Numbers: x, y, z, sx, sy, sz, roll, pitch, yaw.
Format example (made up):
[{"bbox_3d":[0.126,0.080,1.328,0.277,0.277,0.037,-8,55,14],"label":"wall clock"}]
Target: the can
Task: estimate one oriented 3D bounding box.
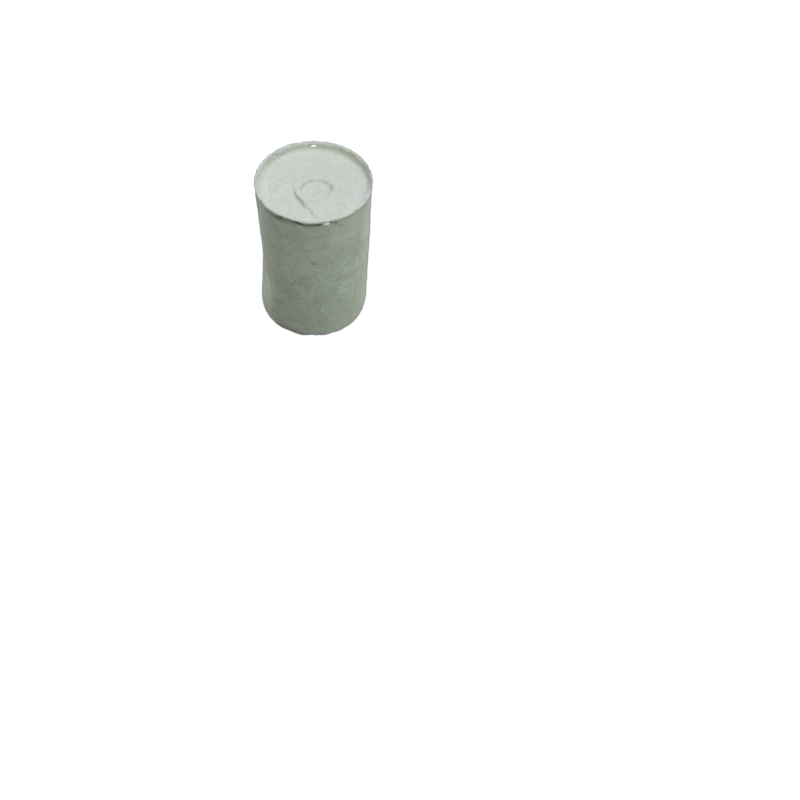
[{"bbox_3d":[-0.052,-0.095,0.666,0.068,0.074,0.095,0,-40,-3],"label":"can"}]
